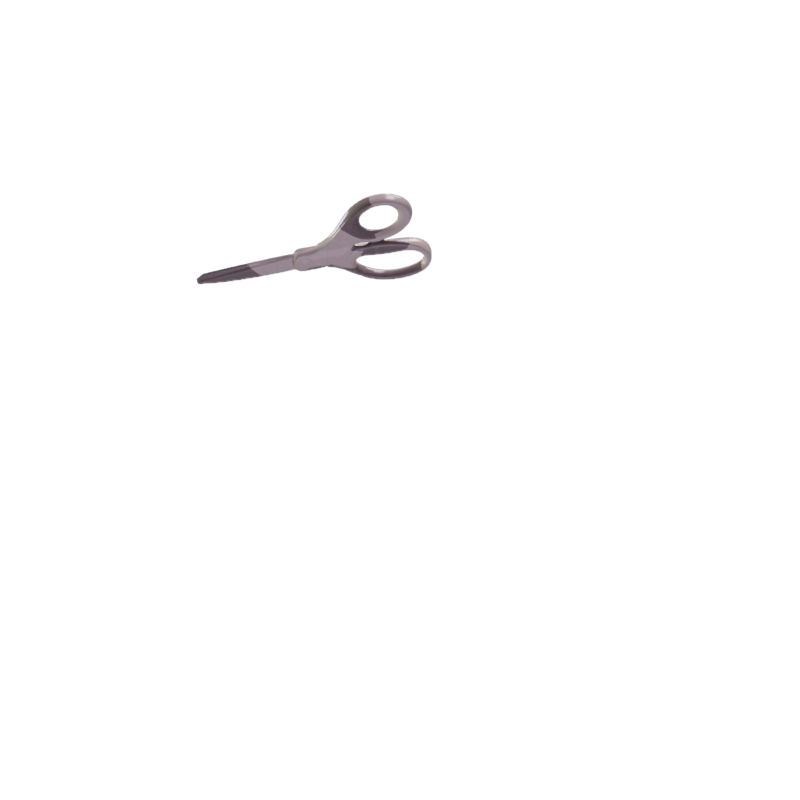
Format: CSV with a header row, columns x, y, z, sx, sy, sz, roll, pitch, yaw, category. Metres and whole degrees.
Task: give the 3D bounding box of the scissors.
x,y,z,sx,sy,sz,roll,pitch,yaw,category
-0.073,-0.133,0.934,0.201,0.090,0.017,1,43,-1,scissors
